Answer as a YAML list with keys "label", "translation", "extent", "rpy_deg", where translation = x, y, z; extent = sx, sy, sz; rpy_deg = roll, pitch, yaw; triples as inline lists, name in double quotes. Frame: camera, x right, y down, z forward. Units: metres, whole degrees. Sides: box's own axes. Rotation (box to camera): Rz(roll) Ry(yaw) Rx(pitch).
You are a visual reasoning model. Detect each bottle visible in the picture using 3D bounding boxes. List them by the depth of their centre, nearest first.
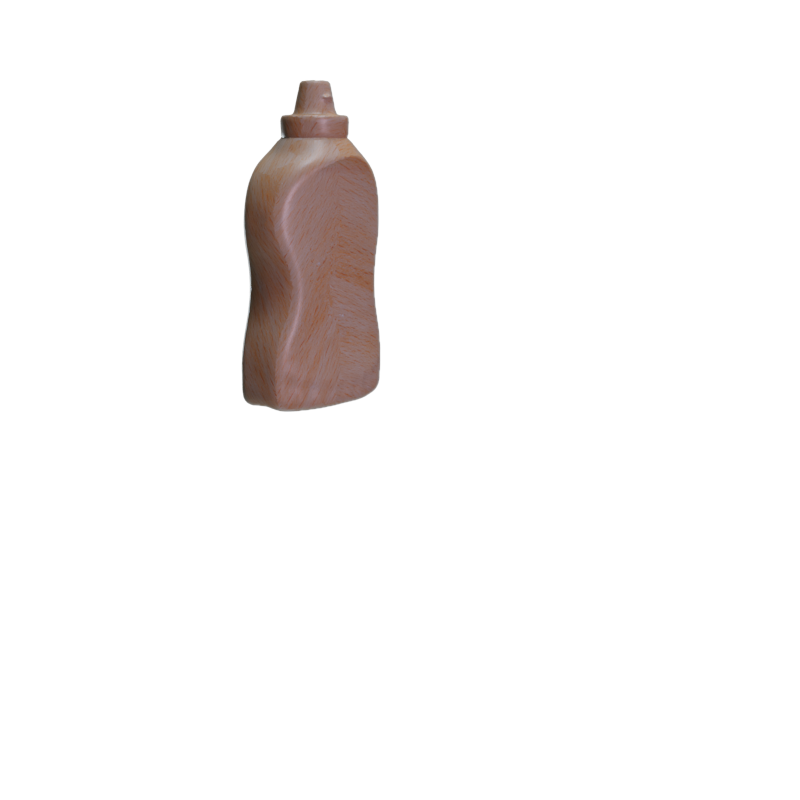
- label: "bottle"
  translation: [-0.052, -0.095, 0.667]
  extent: [0.061, 0.189, 0.093]
  rpy_deg: [5, 8, 42]
